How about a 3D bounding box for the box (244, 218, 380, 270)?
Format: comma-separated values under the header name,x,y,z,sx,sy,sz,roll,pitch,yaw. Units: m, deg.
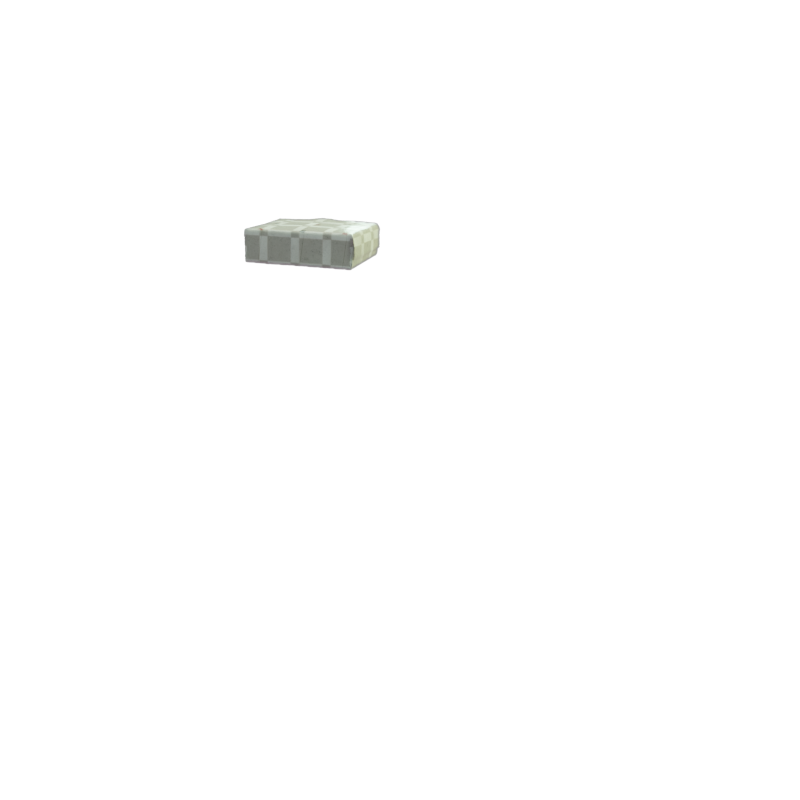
name,x,y,z,sx,sy,sz,roll,pitch,yaw
box,-0.068,-0.125,0.872,0.092,0.029,0.073,5,15,17
